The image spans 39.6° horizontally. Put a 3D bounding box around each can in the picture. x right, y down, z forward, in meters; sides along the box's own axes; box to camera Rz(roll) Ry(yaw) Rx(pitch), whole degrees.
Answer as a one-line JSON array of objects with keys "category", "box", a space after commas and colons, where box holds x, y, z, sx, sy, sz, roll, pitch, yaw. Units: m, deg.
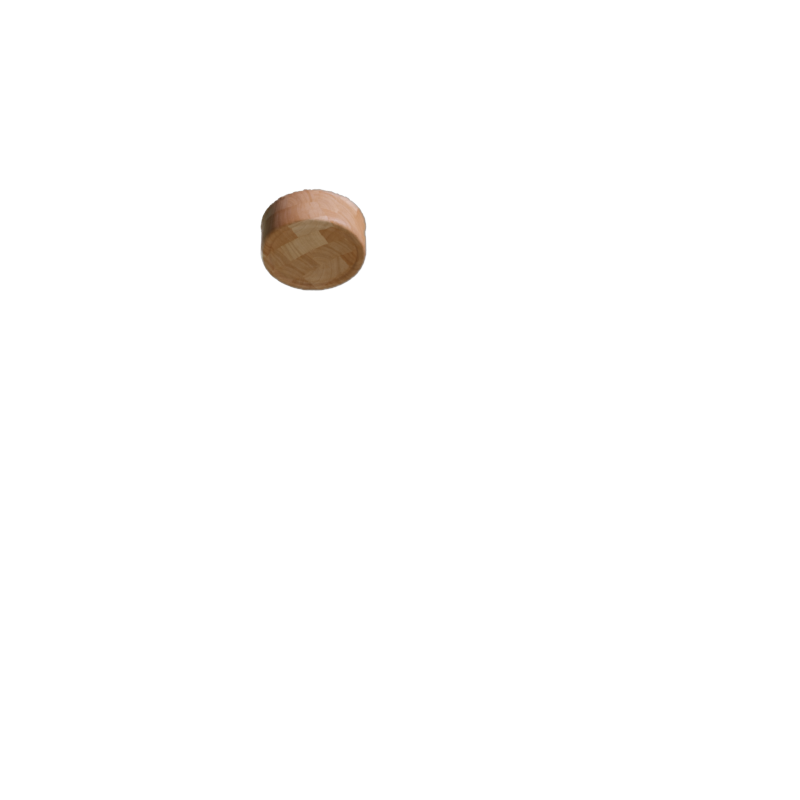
[{"category": "can", "box": [-0.070, -0.127, 0.890, 0.086, 0.036, 0.080, 1, -40, -2]}]
